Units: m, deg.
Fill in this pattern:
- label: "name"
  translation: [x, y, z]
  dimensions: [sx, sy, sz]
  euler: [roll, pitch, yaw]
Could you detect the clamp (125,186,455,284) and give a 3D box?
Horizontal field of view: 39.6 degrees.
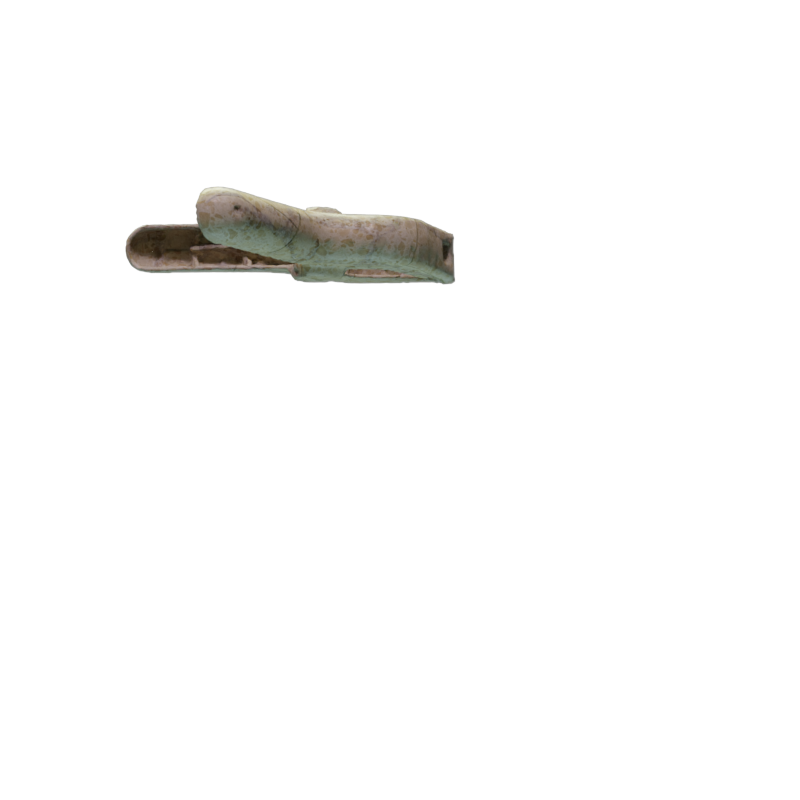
- label: "clamp"
  translation: [-0.043, -0.078, 0.549]
  dimensions: [0.167, 0.039, 0.123]
  euler: [-1, 3, -19]
